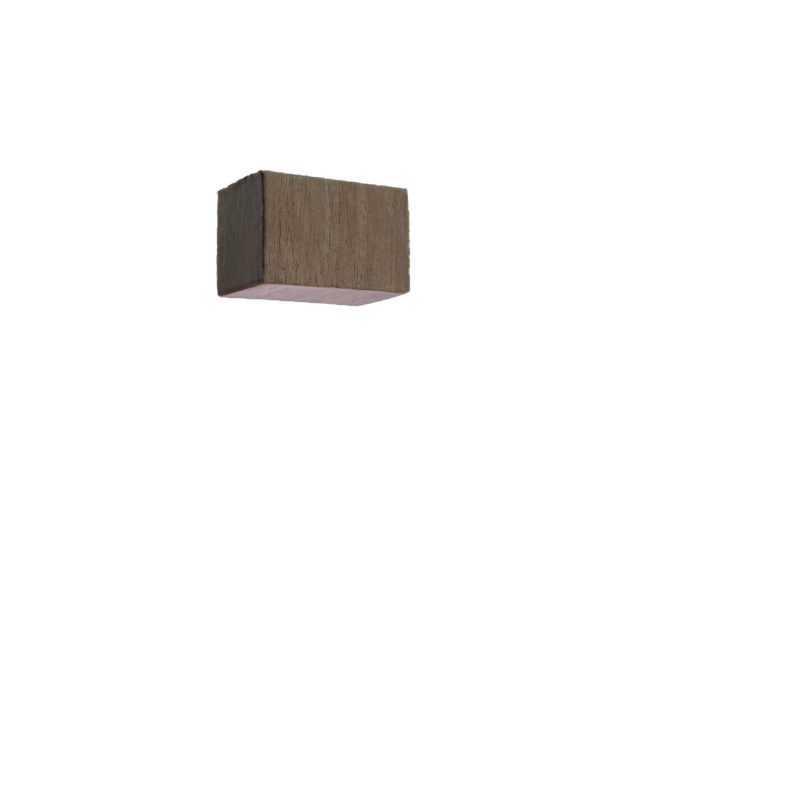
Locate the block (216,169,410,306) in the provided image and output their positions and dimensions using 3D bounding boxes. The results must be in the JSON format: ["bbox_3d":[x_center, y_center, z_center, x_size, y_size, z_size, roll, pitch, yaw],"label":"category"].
[{"bbox_3d":[-0.040,-0.074,0.517,0.075,0.052,0.054,3,-7,-30],"label":"block"}]
